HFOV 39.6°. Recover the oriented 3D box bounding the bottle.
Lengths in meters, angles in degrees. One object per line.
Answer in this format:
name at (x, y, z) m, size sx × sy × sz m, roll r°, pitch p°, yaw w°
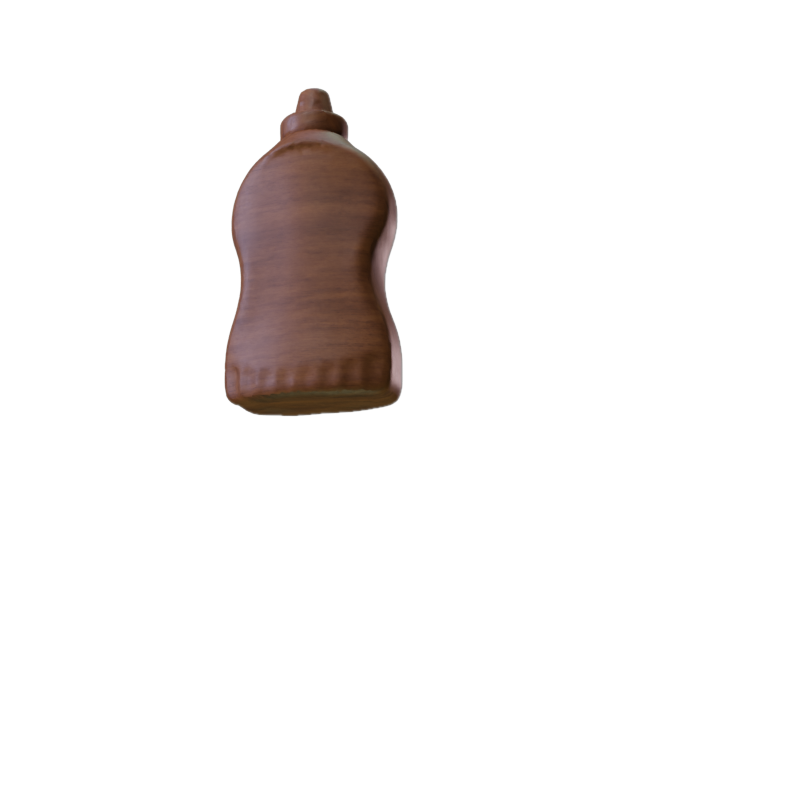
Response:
bottle at (-0.050, -0.091, 0.637) m, size 0.098 × 0.201 × 0.055 m, roll -7°, pitch -20°, yaw 18°
